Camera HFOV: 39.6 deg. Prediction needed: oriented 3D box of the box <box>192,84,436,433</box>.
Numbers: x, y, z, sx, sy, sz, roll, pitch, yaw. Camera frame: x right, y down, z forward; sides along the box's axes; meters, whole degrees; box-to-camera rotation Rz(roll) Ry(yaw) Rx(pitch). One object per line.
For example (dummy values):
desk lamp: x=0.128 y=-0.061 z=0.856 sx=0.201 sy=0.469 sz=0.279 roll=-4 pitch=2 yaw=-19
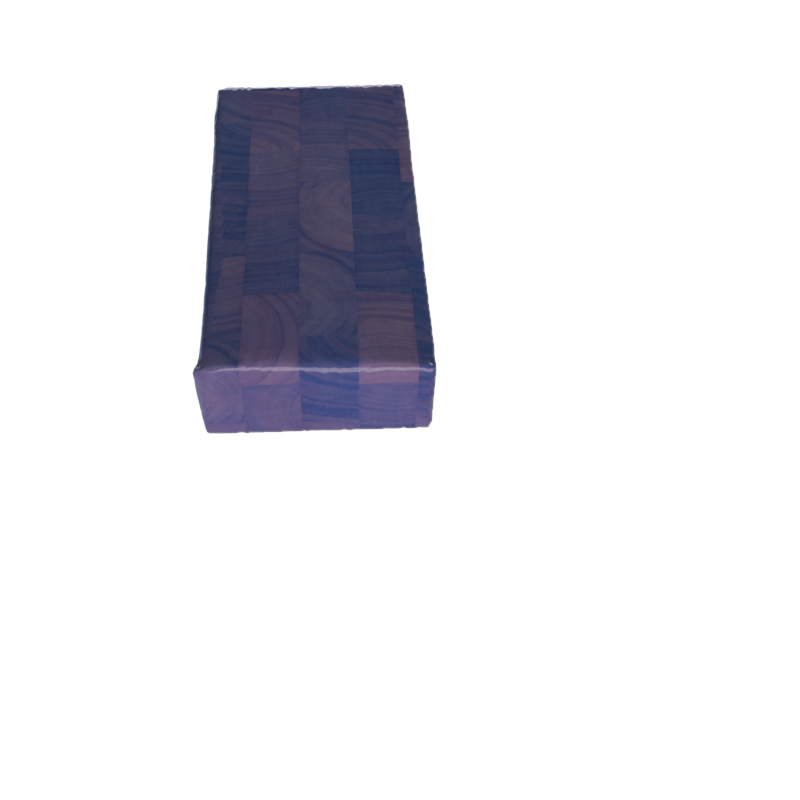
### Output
box: x=-0.038 y=-0.070 z=0.489 sx=0.093 sy=0.189 sz=0.045 roll=-2 pitch=-43 yaw=-1
